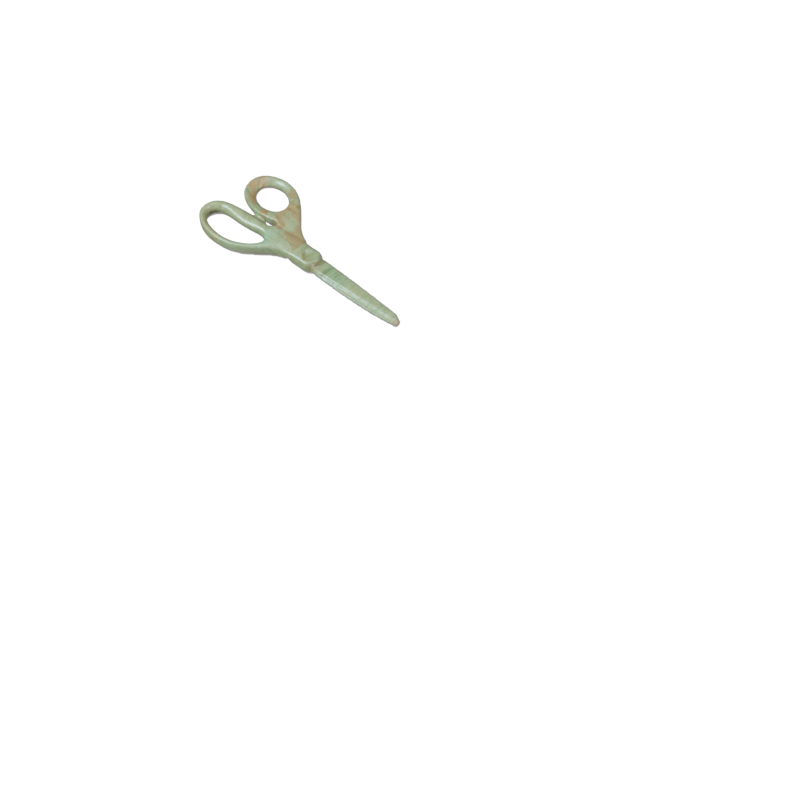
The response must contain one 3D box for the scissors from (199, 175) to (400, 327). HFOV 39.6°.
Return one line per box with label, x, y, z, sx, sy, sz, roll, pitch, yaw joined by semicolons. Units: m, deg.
scissors;-0.073;-0.133;0.933;0.209;0.099;0.015;23;-34;17
